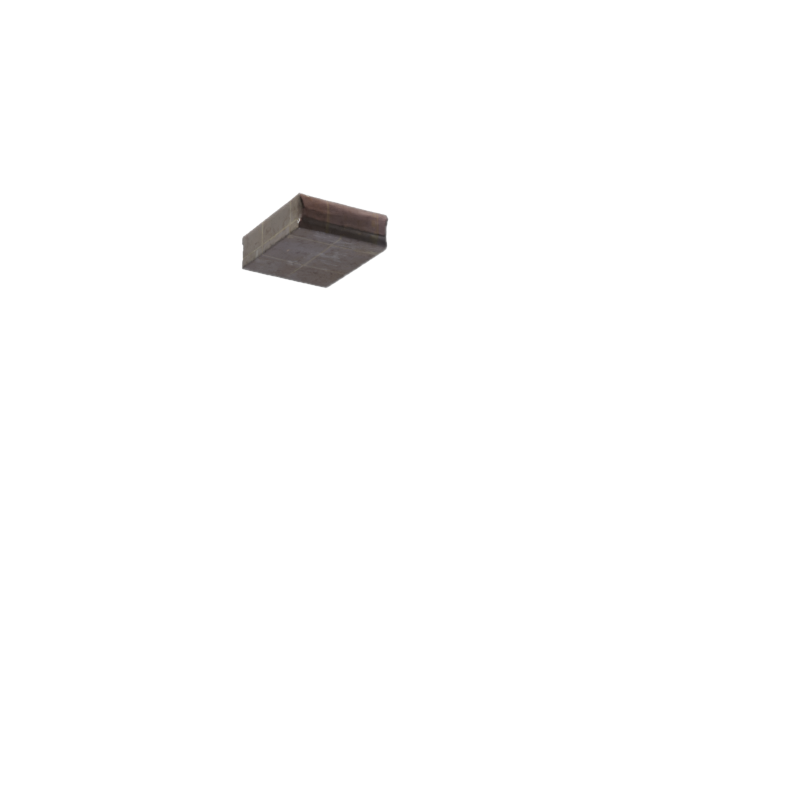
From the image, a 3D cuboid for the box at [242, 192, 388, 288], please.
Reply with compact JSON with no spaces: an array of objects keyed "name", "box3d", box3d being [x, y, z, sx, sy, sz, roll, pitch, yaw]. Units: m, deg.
[{"name":"box","box3d":[-0.062,-0.114,0.796,0.070,0.032,0.089,11,-21,-30]}]
